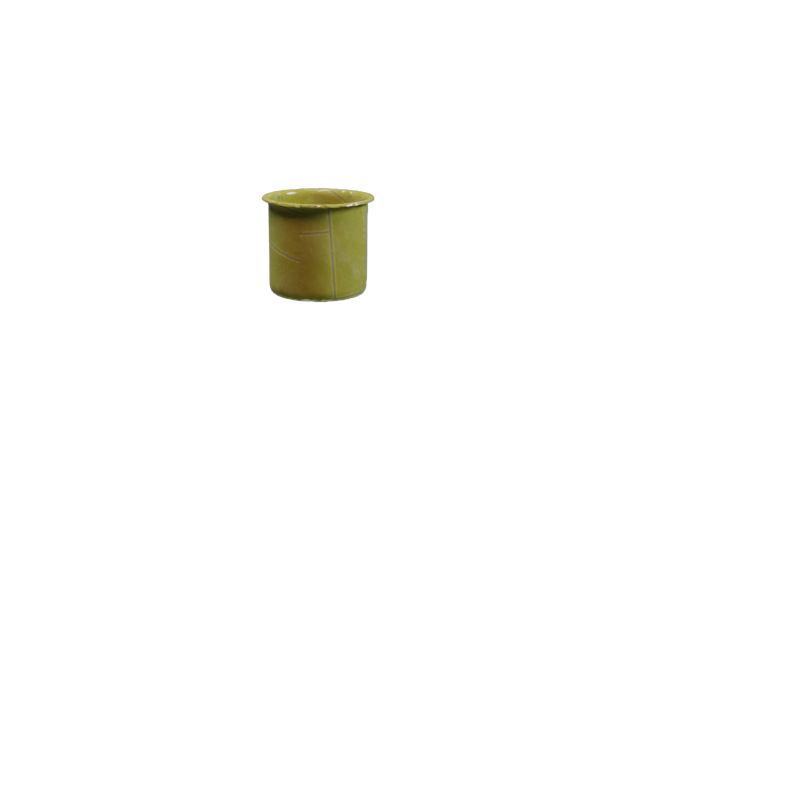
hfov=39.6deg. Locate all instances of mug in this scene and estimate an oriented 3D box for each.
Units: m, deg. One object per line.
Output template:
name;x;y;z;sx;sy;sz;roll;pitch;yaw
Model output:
mug;-0.073;-0.133;0.930;0.091;0.079;0.124;-6;18;-22
